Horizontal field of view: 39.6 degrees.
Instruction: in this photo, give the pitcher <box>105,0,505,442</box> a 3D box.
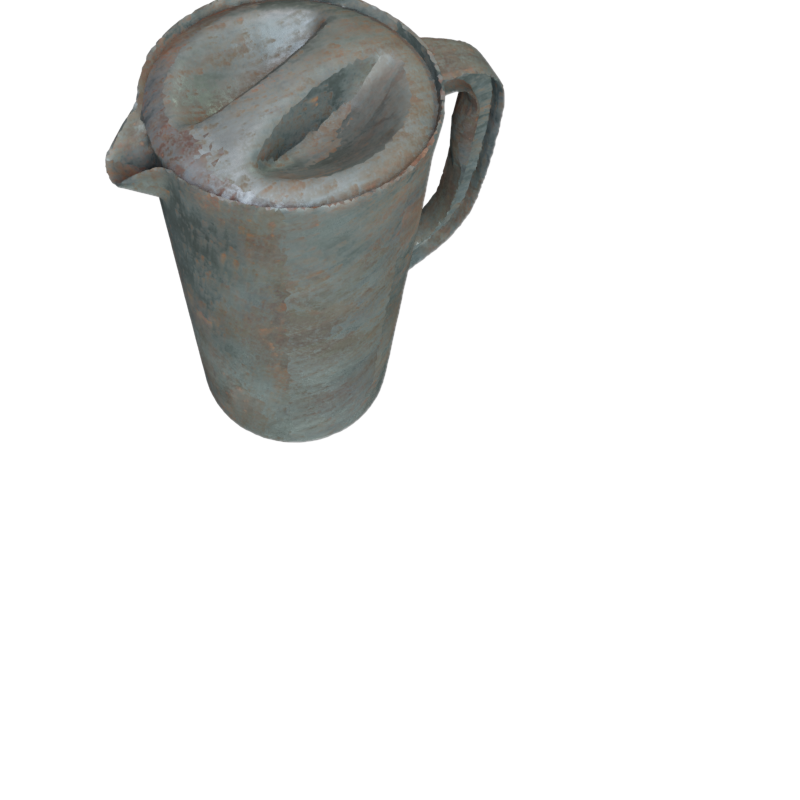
[{"bbox_3d":[-0.044,-0.081,0.568,0.152,0.151,0.228,19,-31,8],"label":"pitcher"}]
